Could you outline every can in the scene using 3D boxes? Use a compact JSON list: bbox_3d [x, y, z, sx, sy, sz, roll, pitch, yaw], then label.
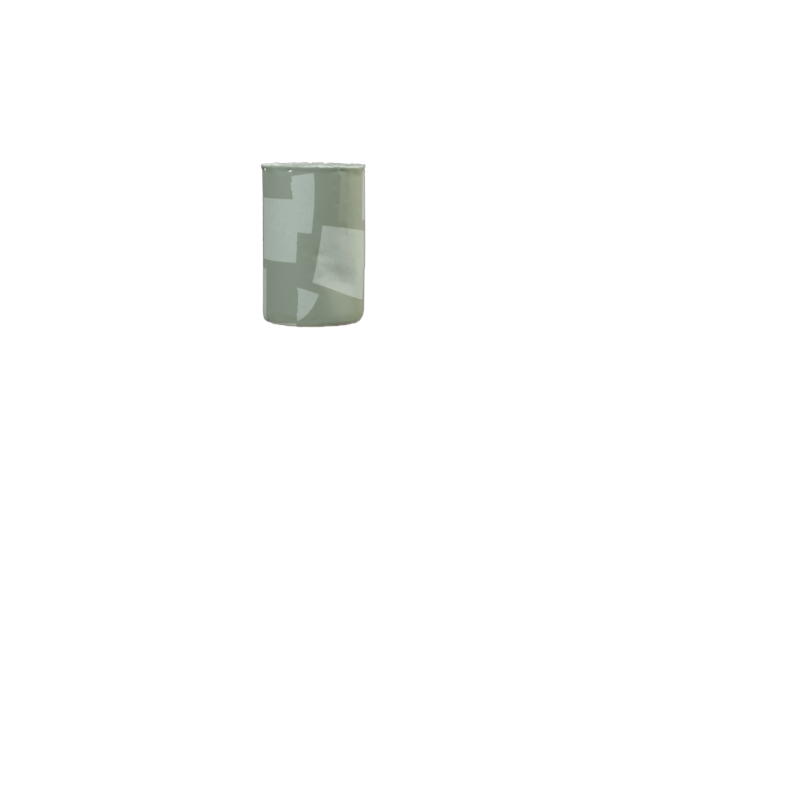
[{"bbox_3d":[-0.057,-0.103,0.723,0.068,0.100,0.070,0,9,-2],"label":"can"}]
